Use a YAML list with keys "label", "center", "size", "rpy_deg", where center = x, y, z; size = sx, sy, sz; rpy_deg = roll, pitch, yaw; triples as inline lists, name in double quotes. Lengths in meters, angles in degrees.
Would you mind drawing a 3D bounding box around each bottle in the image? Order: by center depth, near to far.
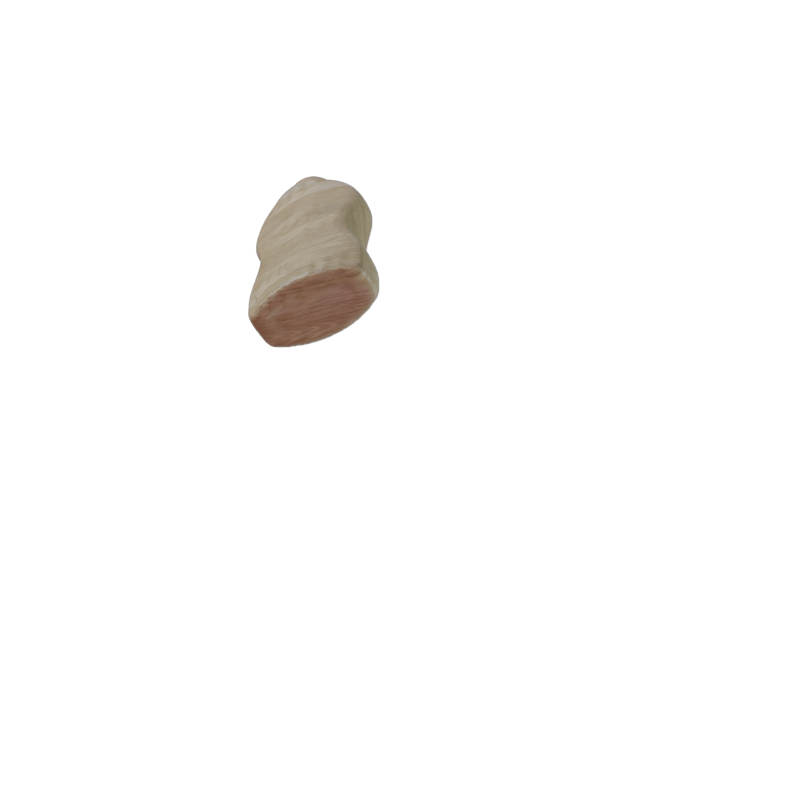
- label: "bottle"
  center: [-0.068, -0.124, 0.871]
  size: [0.096, 0.054, 0.205]
  rpy_deg: [-27, 34, 15]
